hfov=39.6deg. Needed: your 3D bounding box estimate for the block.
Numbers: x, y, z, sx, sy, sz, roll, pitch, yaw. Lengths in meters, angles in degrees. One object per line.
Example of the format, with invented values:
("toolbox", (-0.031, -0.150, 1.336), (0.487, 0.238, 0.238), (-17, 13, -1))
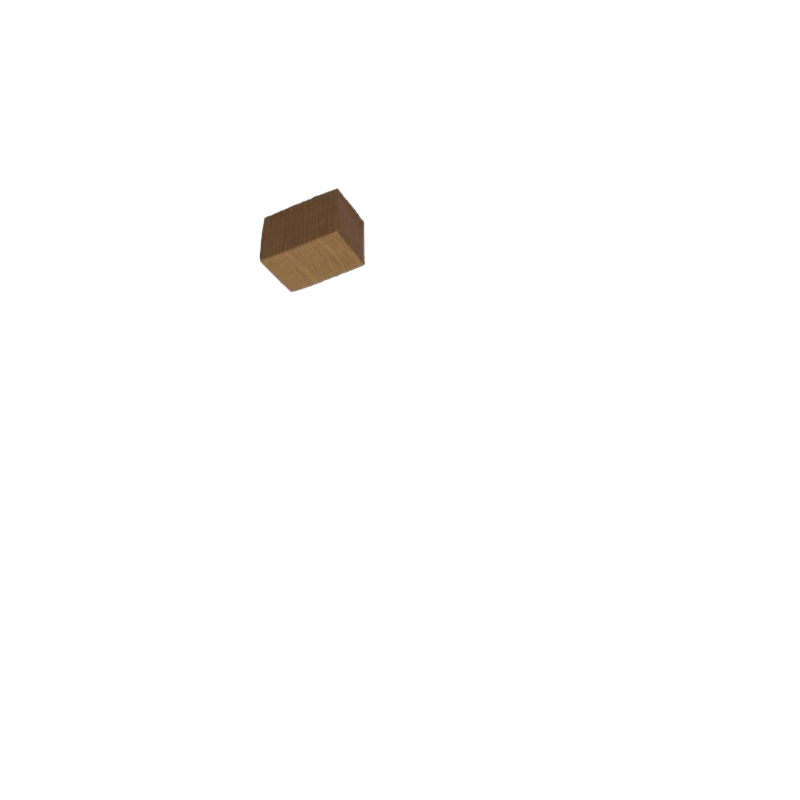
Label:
("block", (-0.076, -0.138, 0.967), (0.079, 0.055, 0.049), (-19, -41, 21))
